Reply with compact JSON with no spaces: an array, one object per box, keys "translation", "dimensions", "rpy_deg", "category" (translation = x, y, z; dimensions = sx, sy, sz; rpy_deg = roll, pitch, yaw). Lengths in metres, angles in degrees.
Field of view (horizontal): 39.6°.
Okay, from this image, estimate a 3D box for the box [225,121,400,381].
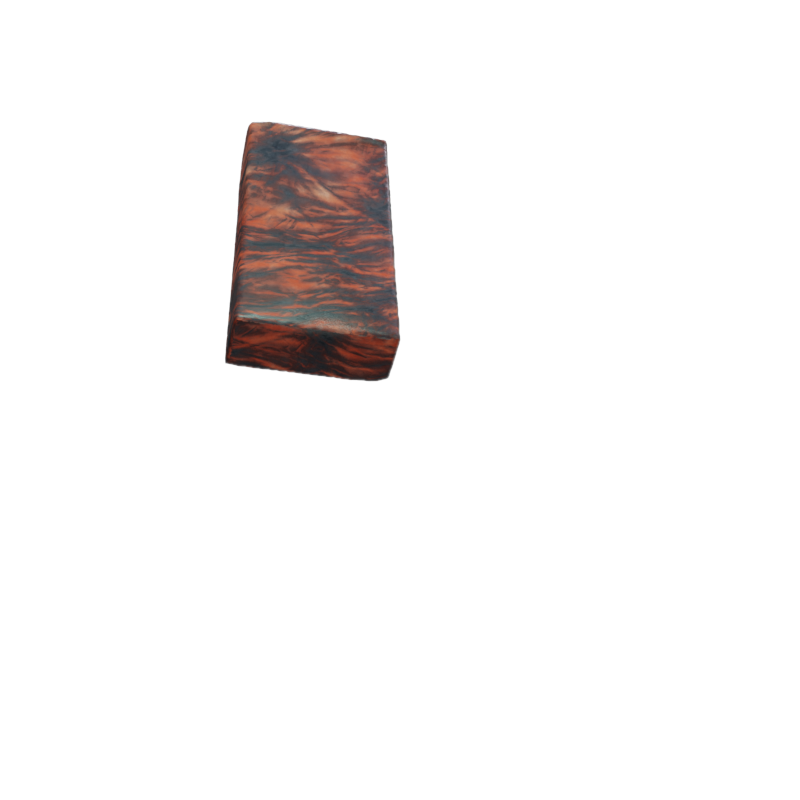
[{"translation":[-0.052,-0.095,0.662],"dimensions":[0.092,0.189,0.045],"rpy_deg":[6,-42,-10],"category":"box"}]
